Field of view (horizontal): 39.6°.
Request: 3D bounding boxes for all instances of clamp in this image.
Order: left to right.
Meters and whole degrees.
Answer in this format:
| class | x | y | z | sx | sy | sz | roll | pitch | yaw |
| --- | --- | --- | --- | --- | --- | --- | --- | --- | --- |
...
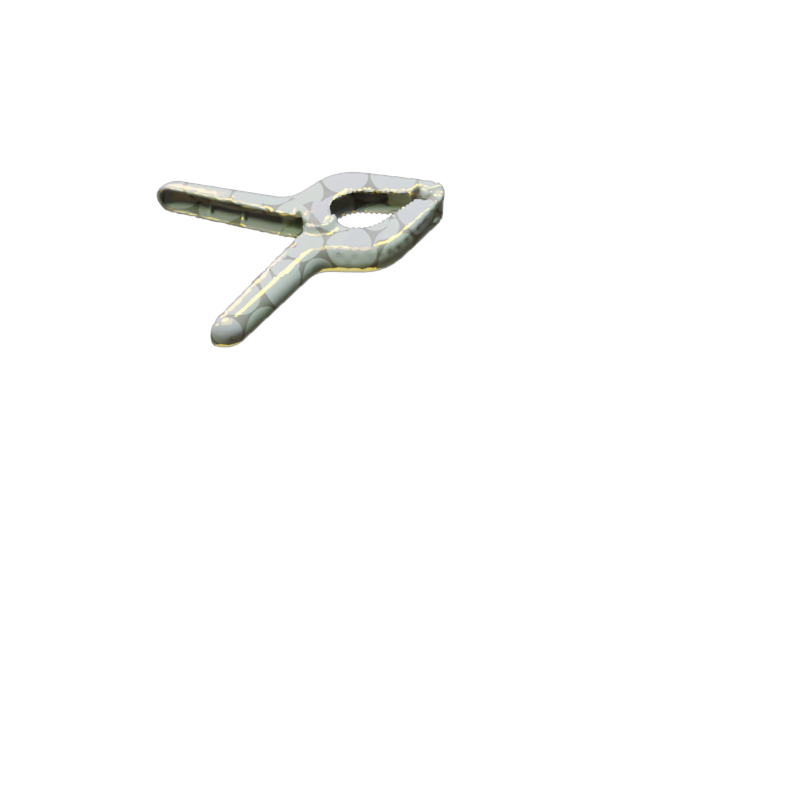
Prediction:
| class | x | y | z | sx | sy | sz | roll | pitch | yaw |
| --- | --- | --- | --- | --- | --- | --- | --- | --- | --- |
| clamp | -0.063 | -0.115 | 0.804 | 0.208 | 0.178 | 0.034 | -10 | -41 | -9 |
